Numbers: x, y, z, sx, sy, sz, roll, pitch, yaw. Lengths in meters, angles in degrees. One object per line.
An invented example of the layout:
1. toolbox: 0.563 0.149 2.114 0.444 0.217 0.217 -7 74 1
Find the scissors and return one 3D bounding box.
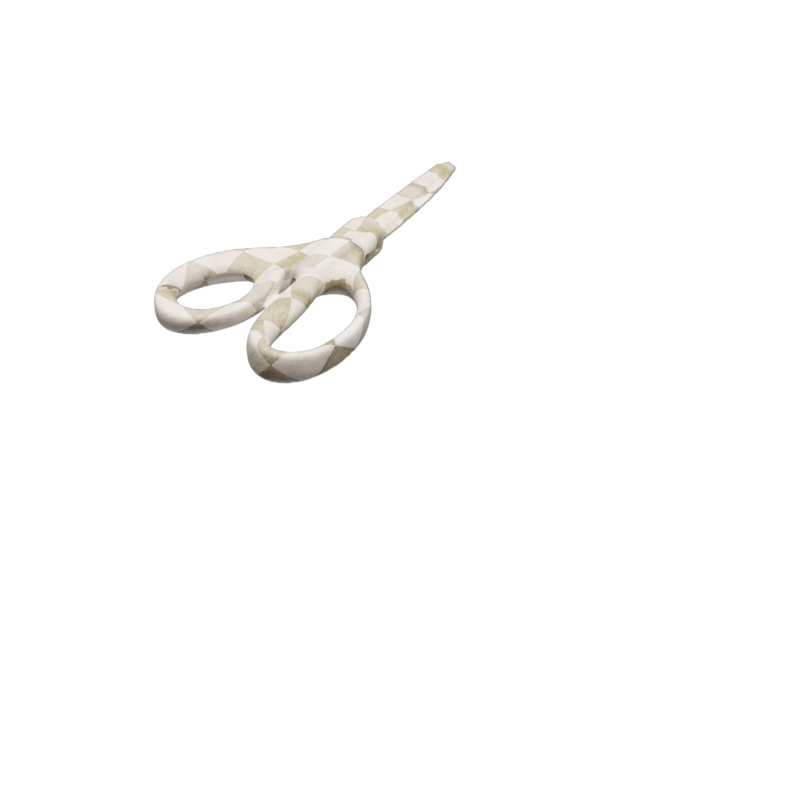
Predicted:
1. scissors: -0.038 -0.070 0.489 0.098 0.015 0.211 6 34 10
